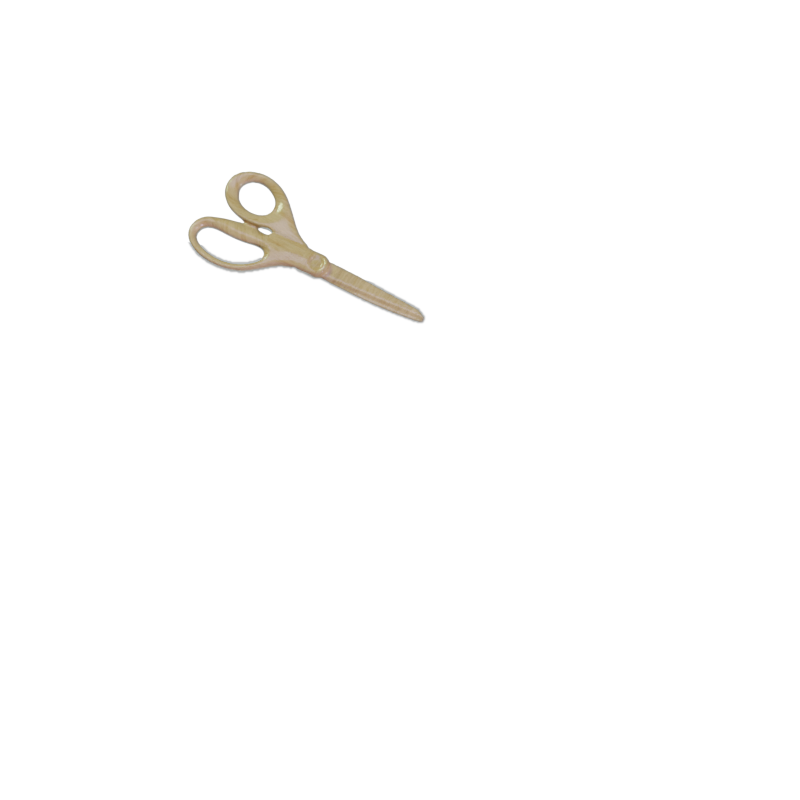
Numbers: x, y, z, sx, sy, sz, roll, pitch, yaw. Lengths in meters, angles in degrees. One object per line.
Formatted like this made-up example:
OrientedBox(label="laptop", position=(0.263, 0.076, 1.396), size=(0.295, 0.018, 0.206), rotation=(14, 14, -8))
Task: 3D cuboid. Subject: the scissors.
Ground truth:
OrientedBox(label="scissors", position=(-0.071, -0.129, 0.905), size=(0.203, 0.100, 0.015), rotation=(12, -19, 4))
